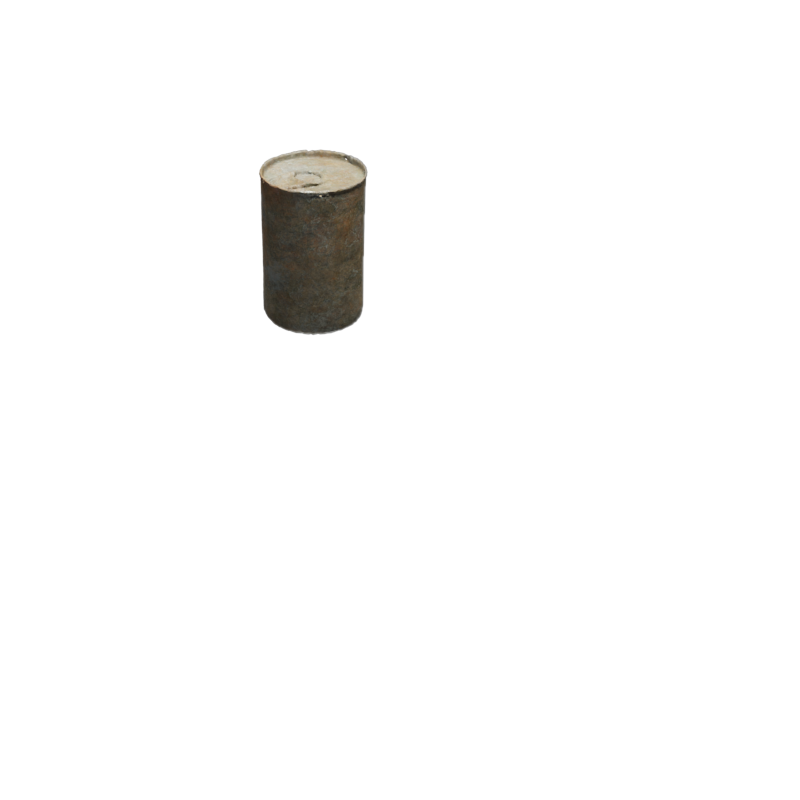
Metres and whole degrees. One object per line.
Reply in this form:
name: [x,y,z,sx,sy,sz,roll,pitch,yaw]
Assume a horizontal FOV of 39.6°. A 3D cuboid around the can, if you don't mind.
can: [-0.056,-0.102,0.718,0.068,0.096,0.073,0,30,-2]
